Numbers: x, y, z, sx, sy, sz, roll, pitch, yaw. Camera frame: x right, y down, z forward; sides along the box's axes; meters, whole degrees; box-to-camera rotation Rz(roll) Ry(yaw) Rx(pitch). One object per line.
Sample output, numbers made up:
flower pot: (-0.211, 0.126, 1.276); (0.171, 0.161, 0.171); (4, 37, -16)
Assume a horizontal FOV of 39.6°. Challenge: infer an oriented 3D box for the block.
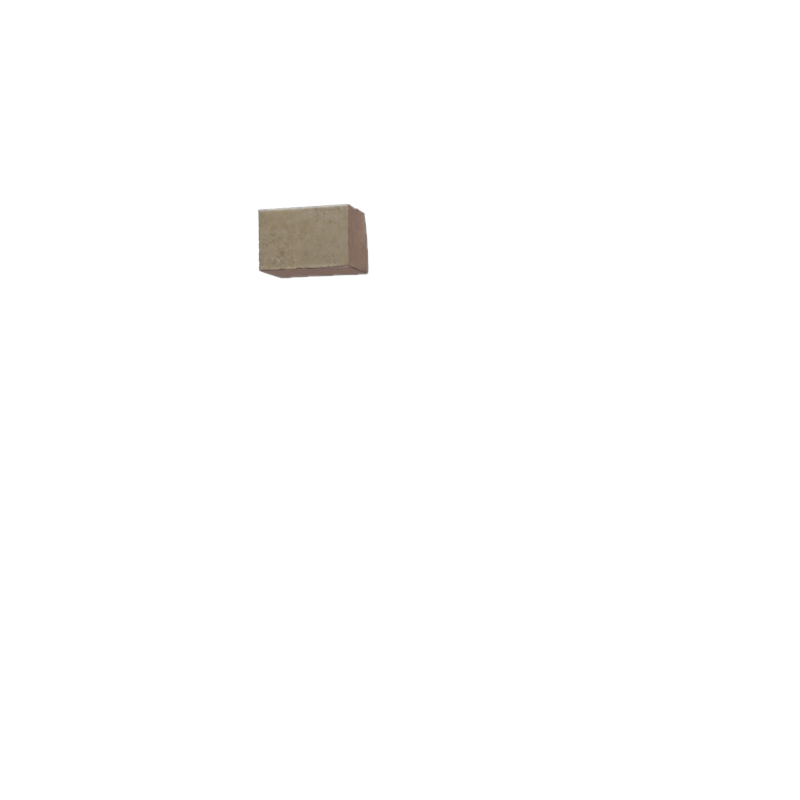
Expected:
block: (-0.070, -0.127, 0.892); (0.080, 0.052, 0.051); (-1, -5, 17)
